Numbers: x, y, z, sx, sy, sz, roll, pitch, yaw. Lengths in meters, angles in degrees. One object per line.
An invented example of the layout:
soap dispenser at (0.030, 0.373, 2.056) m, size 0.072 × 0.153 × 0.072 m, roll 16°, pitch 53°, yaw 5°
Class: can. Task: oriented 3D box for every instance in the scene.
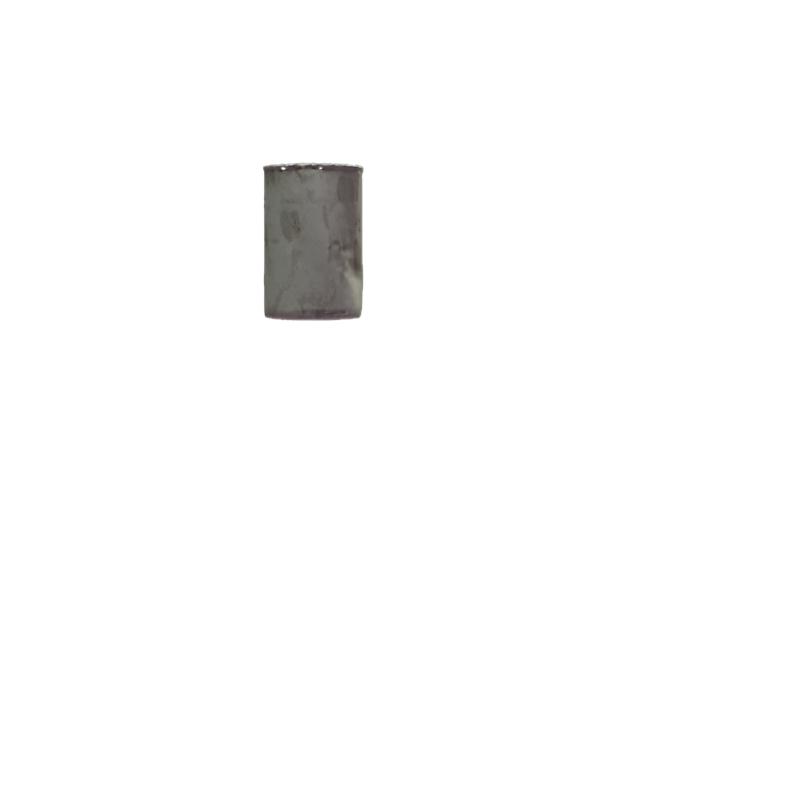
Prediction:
can at (-0.058, -0.107, 0.747) m, size 0.068 × 0.102 × 0.069 m, roll 0°, pitch 3°, yaw -2°
